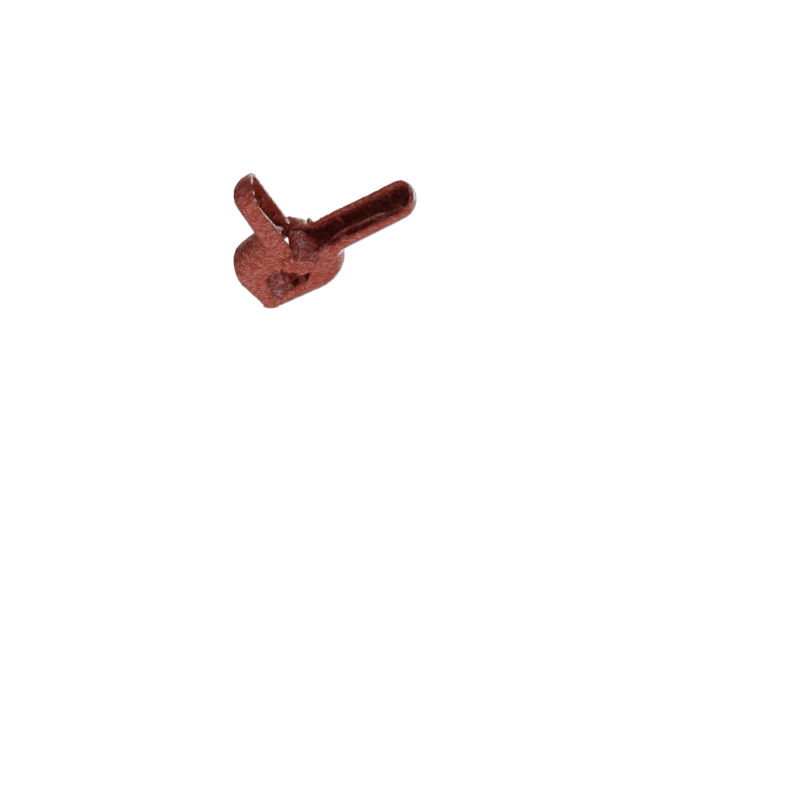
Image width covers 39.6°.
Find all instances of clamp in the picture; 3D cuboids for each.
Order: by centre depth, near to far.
[{"bbox_3d":[-0.060,-0.110,0.768,0.118,0.041,0.166,3,-17,-10],"label":"clamp"}]
